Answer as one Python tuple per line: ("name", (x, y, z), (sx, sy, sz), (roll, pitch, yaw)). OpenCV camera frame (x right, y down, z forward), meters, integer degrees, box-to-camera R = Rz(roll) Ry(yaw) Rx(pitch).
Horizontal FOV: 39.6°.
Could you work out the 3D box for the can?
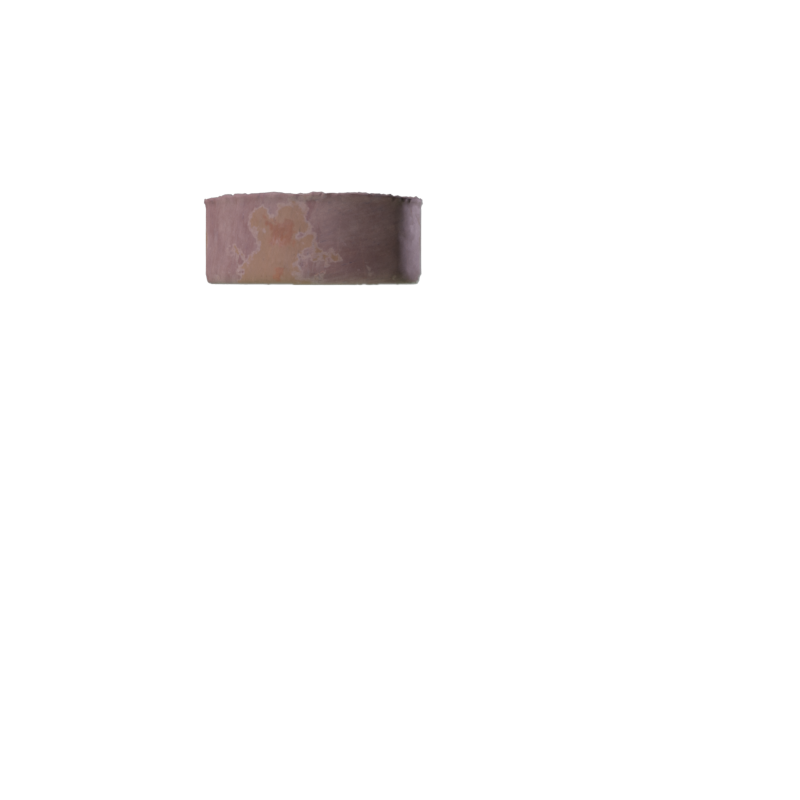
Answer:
("can", (-0.034, -0.062, 0.435), (0.086, 0.033, 0.086), (0, 5, -2))
